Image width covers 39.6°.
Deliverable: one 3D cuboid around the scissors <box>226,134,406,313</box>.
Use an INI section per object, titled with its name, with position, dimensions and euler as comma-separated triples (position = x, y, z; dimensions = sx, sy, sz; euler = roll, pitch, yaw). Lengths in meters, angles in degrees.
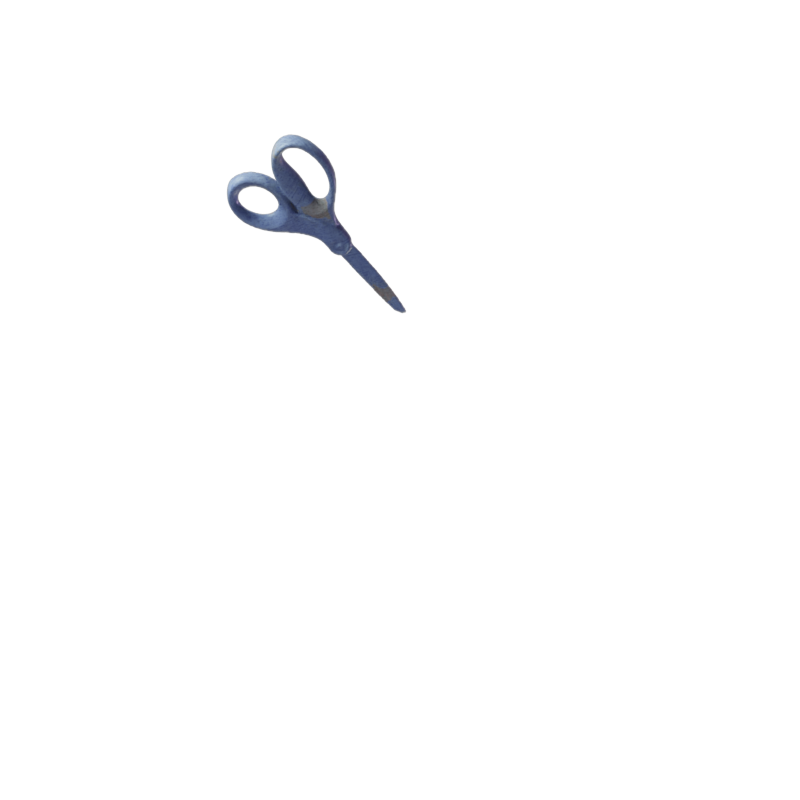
[scissors]
position = -0.070, -0.128, 0.899
dimensions = 0.097, 0.186, 0.017
euler = -14, 41, 13
